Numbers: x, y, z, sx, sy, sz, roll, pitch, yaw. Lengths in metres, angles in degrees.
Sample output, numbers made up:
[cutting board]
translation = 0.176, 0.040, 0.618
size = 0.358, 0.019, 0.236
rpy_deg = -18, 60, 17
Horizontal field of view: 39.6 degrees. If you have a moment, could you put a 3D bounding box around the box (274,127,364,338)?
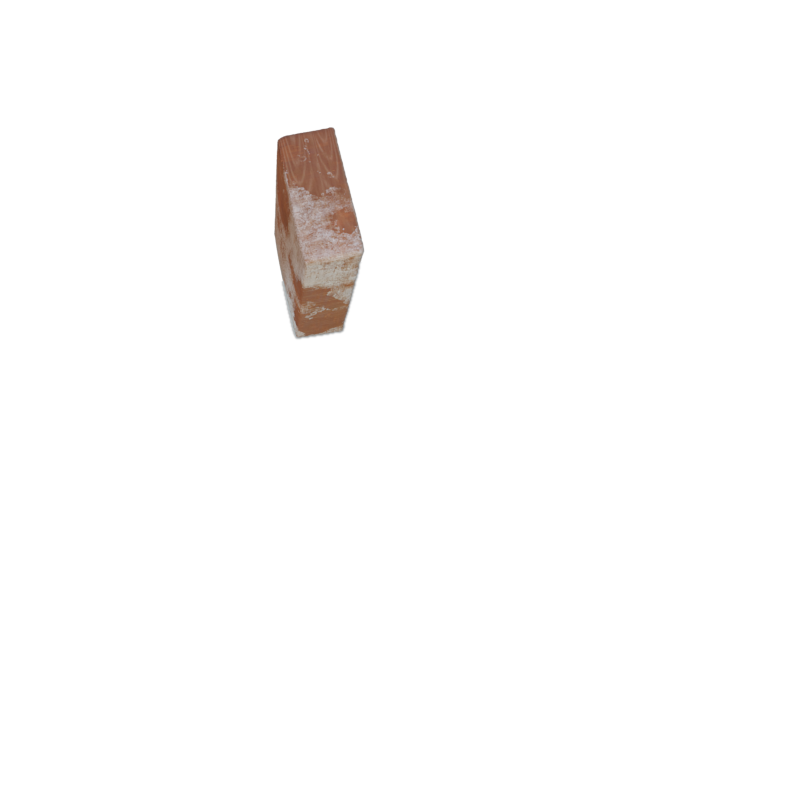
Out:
[box]
translation = -0.062, -0.113, 0.788
size = 0.048, 0.098, 0.170
rpy_deg = -12, -14, -7
